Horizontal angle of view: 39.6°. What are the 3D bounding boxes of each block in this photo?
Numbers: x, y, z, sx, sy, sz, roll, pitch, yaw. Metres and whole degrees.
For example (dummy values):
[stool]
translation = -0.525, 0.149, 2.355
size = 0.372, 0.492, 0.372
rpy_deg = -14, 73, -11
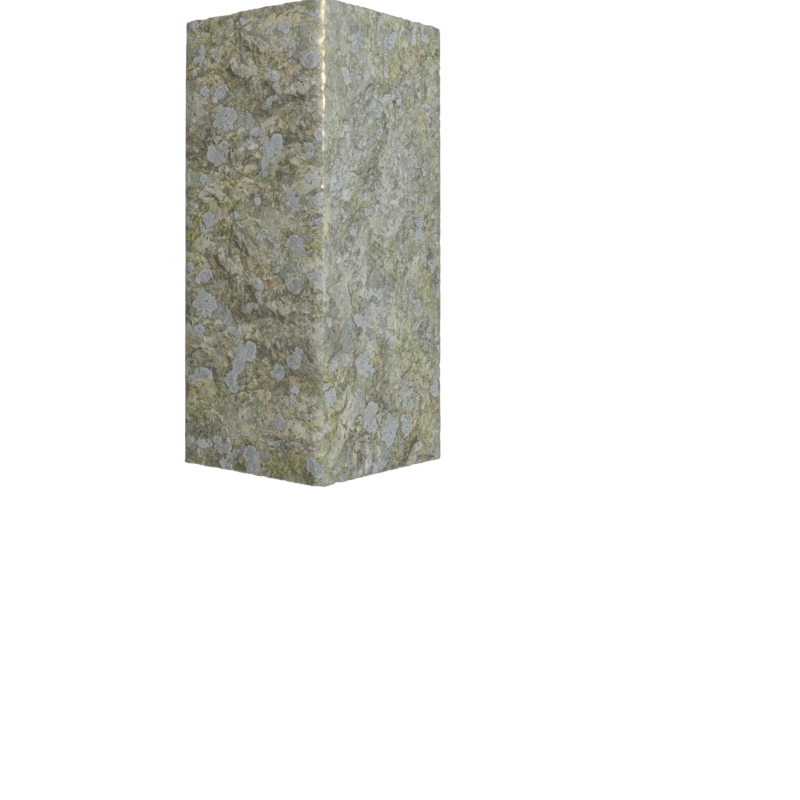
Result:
[block]
translation = -0.041, -0.075, 0.525
size = 0.094, 0.206, 0.087
rpy_deg = 1, 1, 38
